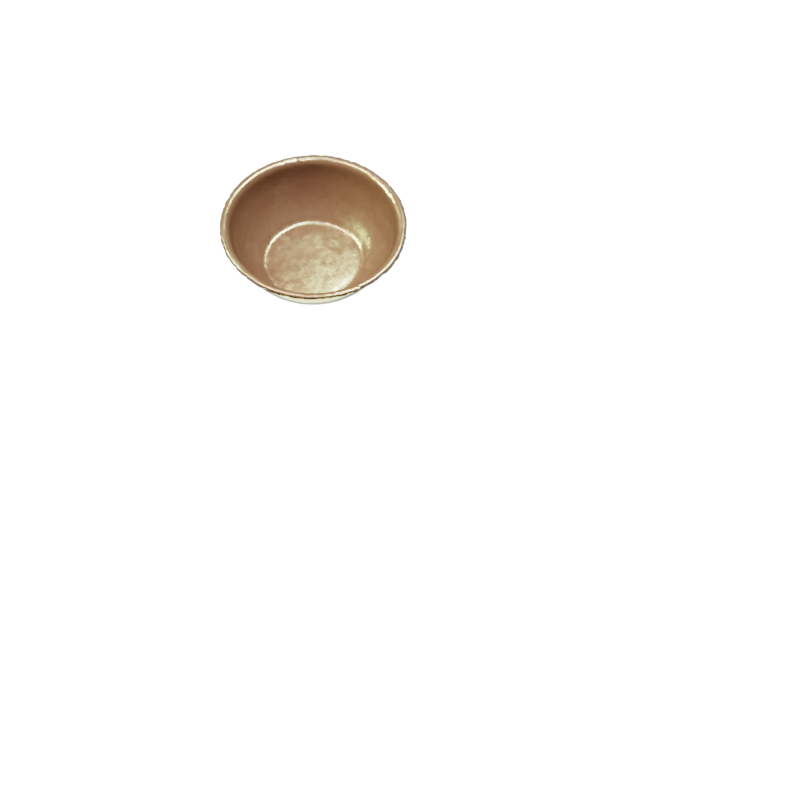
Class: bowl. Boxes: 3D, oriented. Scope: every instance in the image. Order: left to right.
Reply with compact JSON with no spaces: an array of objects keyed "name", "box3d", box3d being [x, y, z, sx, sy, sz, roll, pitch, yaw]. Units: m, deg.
[{"name":"bowl","box3d":[-0.076,-0.139,0.975,0.162,0.174,0.051,-1,-36,-1]}]
